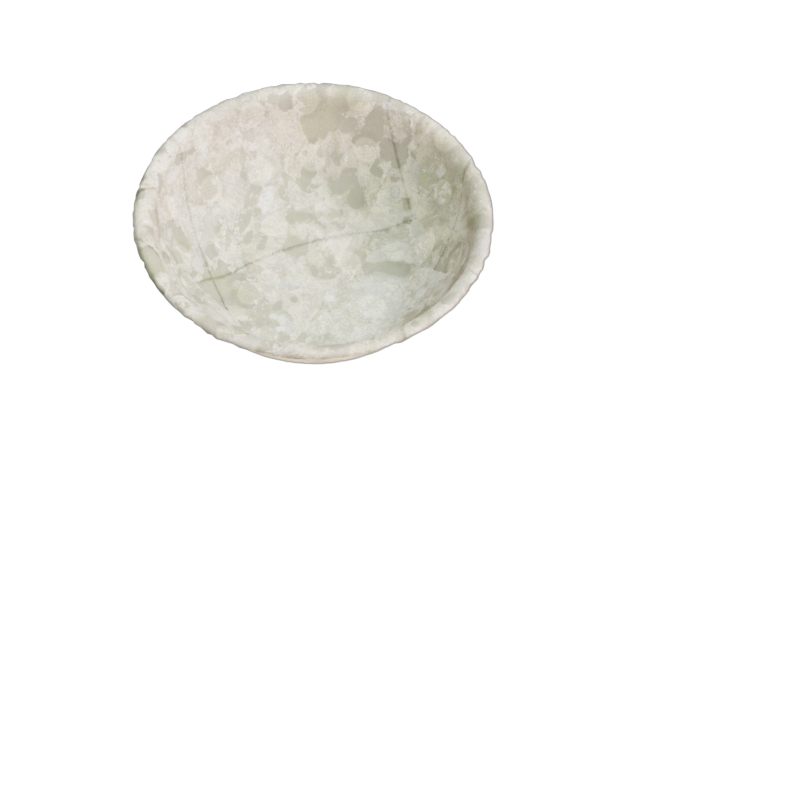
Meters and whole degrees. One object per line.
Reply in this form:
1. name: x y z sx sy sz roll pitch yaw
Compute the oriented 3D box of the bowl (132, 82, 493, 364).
1. bowl: -0.041 -0.074 0.518 0.162 0.174 0.051 -1 -35 -1
